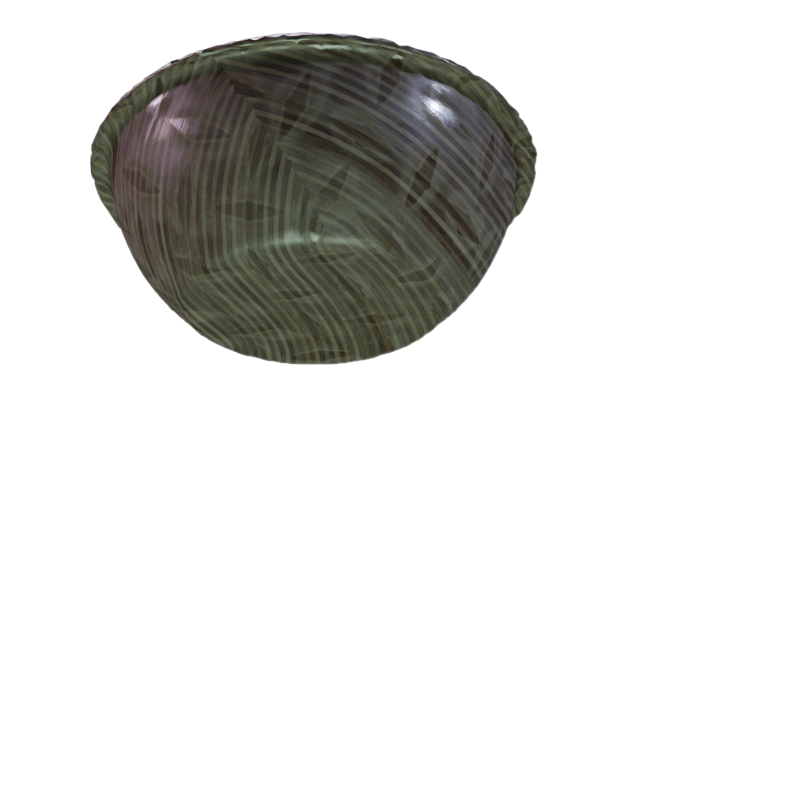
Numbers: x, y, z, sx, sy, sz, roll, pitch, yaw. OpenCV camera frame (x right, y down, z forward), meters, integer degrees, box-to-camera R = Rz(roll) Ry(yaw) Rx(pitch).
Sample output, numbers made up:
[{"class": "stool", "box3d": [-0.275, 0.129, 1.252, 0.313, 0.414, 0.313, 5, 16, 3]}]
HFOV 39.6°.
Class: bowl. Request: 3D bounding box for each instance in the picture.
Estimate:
[{"class": "bowl", "box3d": [-0.031, -0.056, 0.394, 0.162, 0.058, 0.153, 1, -26, -2]}]
